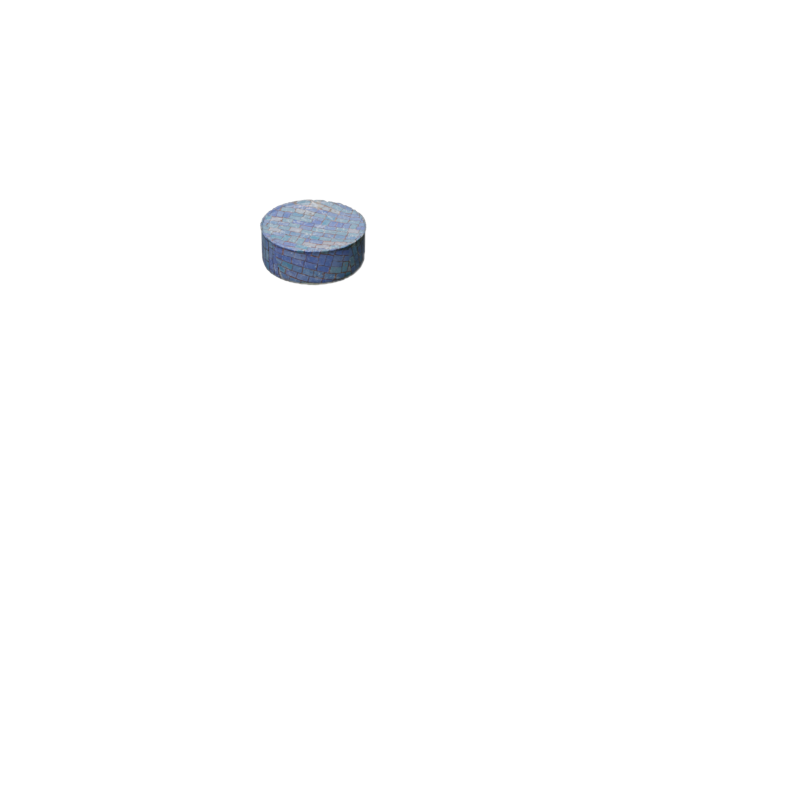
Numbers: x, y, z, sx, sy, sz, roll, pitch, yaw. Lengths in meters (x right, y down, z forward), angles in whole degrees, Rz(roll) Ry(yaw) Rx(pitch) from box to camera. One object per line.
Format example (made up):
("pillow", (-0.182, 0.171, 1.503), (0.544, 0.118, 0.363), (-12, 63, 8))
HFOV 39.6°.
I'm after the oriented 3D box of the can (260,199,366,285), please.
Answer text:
("can", (-0.071, -0.129, 0.902), (0.086, 0.031, 0.092), (-1, 35, -2))
